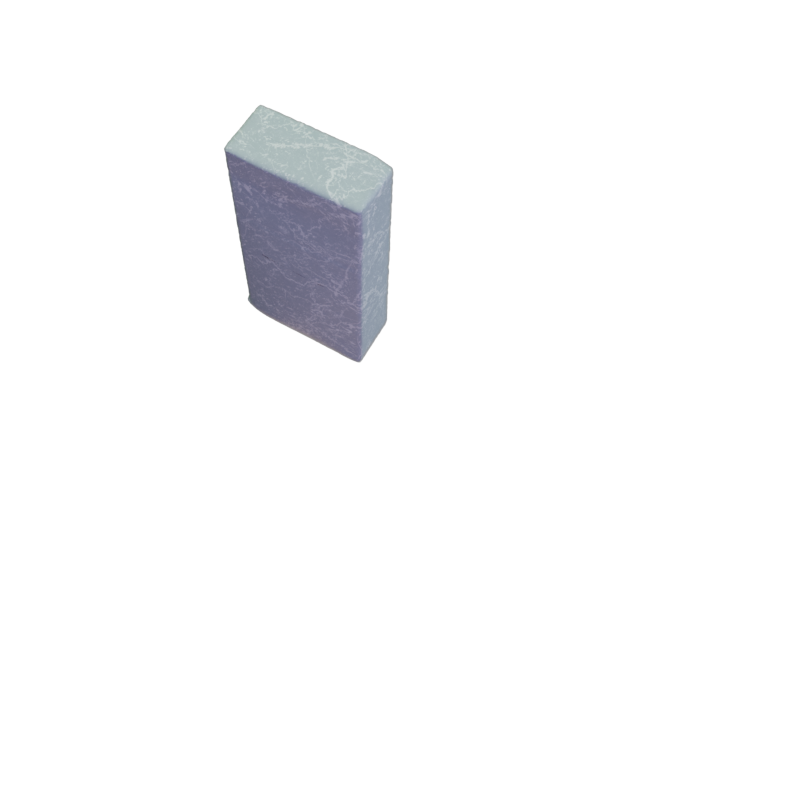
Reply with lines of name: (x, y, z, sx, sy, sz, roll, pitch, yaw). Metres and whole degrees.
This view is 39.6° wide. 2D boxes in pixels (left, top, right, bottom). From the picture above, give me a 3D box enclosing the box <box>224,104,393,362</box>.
box: (-0.054, -0.099, 0.691, 0.097, 0.049, 0.165, 29, -28, 13)
